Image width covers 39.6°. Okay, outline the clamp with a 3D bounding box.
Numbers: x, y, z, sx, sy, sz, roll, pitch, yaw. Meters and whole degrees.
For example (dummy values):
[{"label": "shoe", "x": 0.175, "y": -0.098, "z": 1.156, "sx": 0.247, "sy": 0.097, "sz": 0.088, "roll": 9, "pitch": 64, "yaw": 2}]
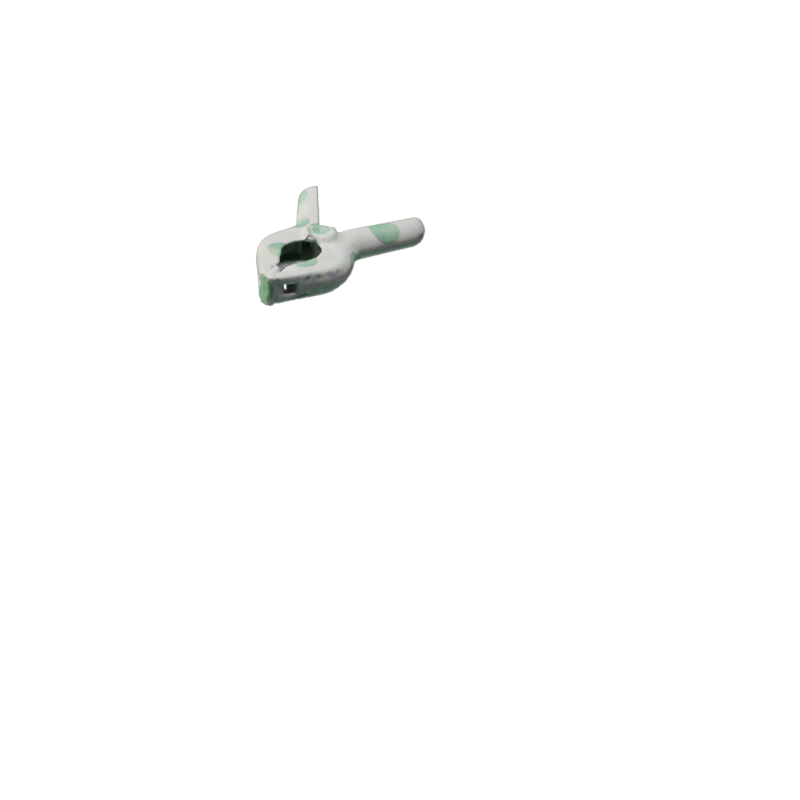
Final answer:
[{"label": "clamp", "x": -0.072, "y": -0.132, "z": 0.923, "sx": 0.127, "sy": 0.037, "sz": 0.172, "roll": 21, "pitch": 36, "yaw": 31}]
